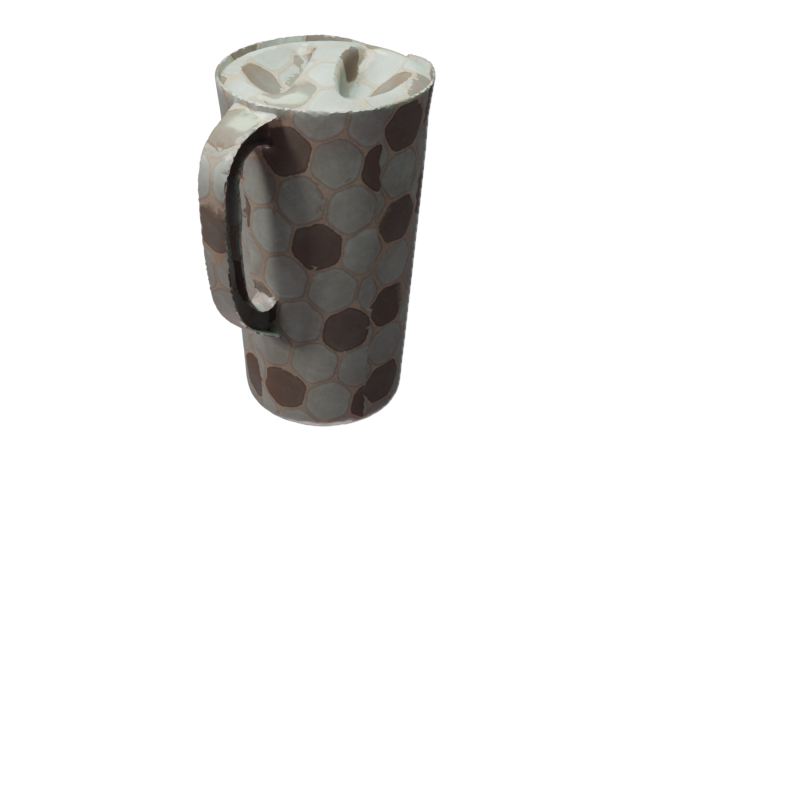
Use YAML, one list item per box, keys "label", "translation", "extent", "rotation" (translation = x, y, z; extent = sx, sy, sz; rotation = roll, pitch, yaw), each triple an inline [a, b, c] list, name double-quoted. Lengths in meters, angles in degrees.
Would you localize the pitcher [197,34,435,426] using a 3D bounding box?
- label: "pitcher"
  translation: [-0.056, -0.102, 0.718]
  extent: [0.148, 0.228, 0.156]
  rotation: [-4, 32, -10]
